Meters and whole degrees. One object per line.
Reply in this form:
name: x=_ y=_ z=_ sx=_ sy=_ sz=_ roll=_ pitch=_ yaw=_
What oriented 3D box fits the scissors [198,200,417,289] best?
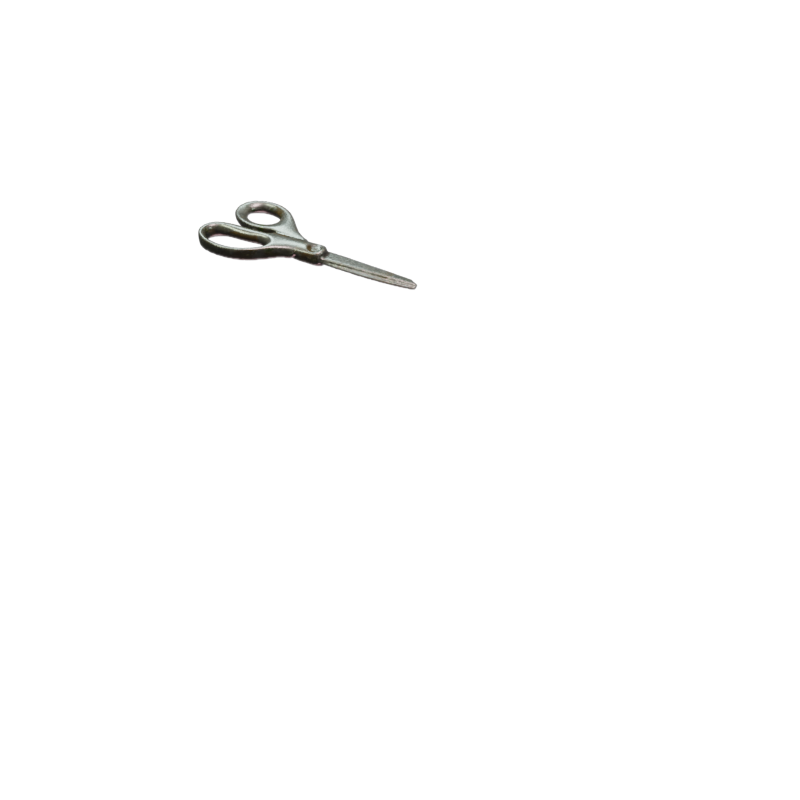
scissors: x=-0.076 y=-0.139 z=0.972 sx=0.206 sy=0.015 sz=0.101 roll=9 pitch=39 yaw=12
